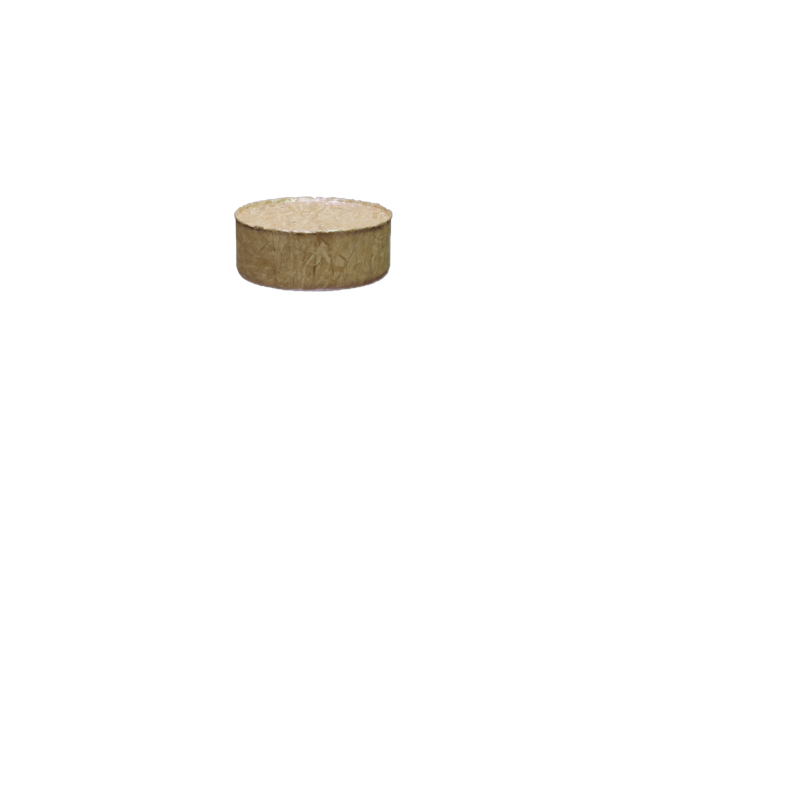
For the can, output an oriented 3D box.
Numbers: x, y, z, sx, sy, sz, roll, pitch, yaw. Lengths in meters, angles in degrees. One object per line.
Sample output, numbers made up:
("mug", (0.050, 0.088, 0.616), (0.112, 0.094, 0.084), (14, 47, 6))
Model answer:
("can", (-0.047, -0.086, 0.604), (0.086, 0.032, 0.090), (-1, 21, -2))
